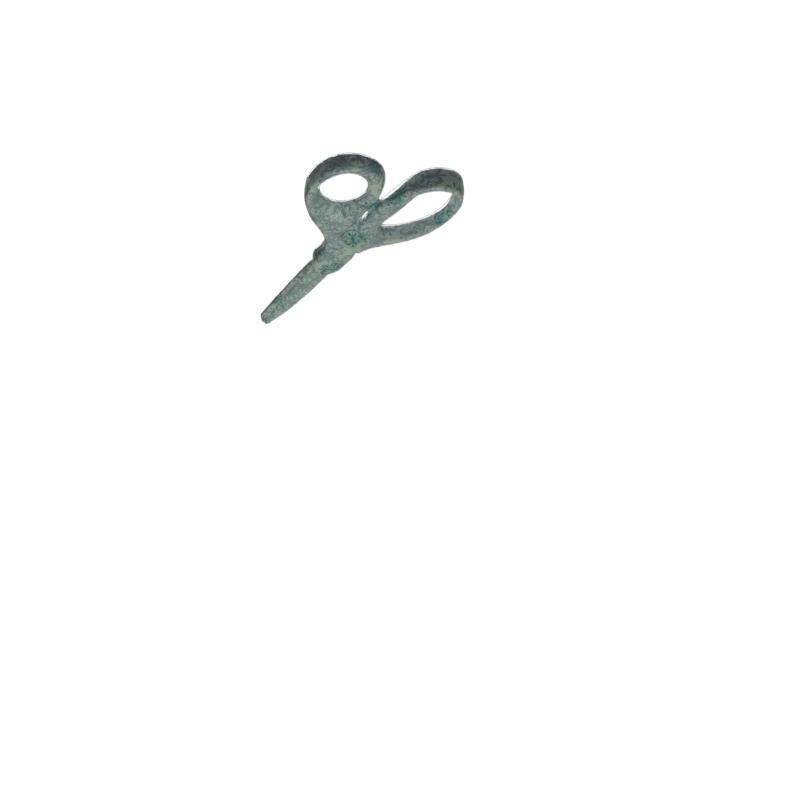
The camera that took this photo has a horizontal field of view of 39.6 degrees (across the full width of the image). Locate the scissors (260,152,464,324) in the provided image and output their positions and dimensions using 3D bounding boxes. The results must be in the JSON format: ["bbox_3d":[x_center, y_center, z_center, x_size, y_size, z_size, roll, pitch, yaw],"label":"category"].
[{"bbox_3d":[-0.052,-0.094,0.659,0.202,0.017,0.090,-23,-33,40],"label":"scissors"}]
